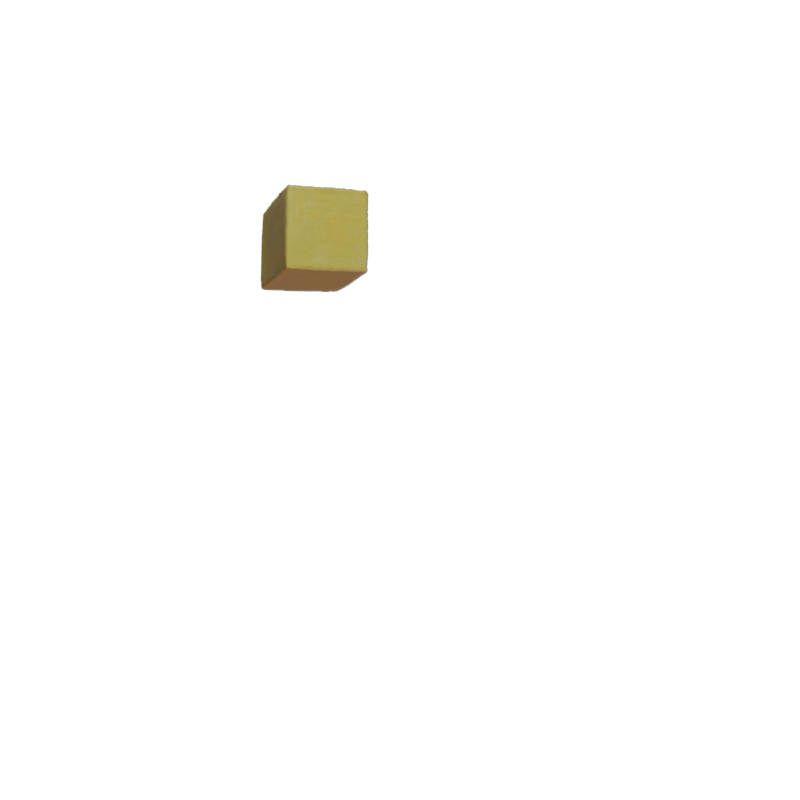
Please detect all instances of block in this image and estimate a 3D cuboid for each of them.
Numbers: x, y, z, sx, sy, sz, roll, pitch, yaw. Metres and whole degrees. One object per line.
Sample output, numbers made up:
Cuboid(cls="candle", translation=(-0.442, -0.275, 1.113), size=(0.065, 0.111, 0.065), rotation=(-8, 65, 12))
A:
Cuboid(cls="block", translation=(-0.055, -0.100, 0.697), size=(0.052, 0.052, 0.078), rotation=(2, -7, -17))
